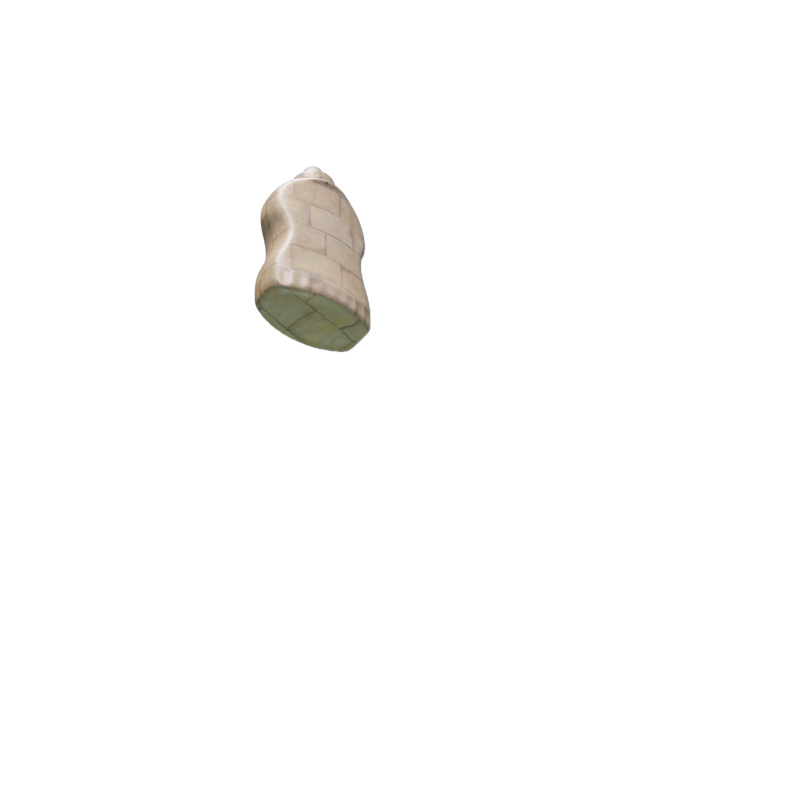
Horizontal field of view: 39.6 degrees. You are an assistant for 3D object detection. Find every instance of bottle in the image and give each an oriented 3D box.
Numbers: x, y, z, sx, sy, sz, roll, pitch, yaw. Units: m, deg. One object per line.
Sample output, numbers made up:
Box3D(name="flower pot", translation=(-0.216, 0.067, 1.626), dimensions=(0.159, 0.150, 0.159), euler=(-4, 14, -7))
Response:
Box3D(name="bottle", translation=(-0.074, -0.134, 0.941), dimensions=(0.092, 0.206, 0.057), euler=(23, -50, -25))
